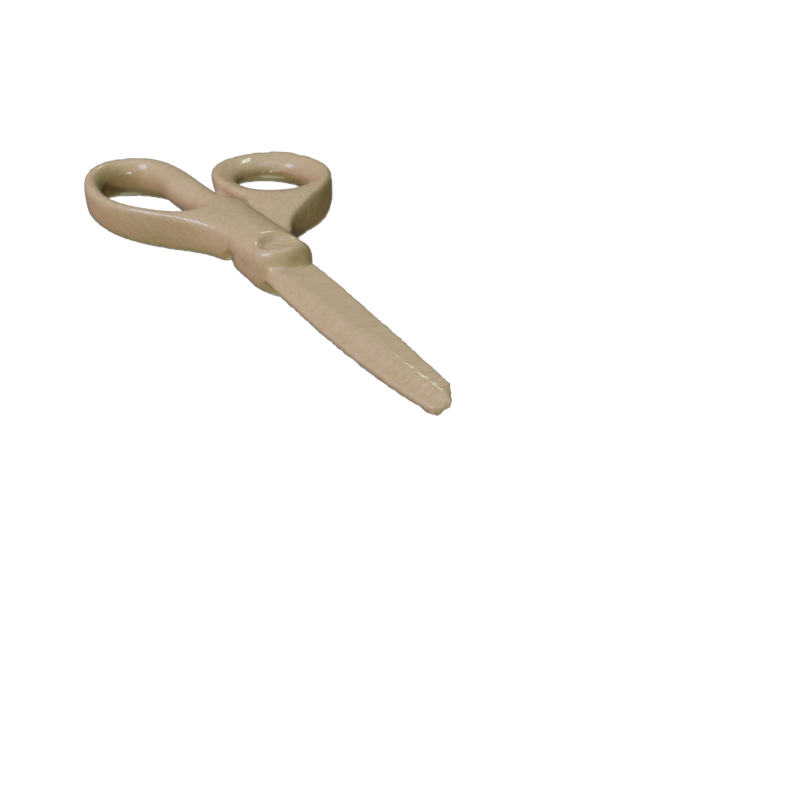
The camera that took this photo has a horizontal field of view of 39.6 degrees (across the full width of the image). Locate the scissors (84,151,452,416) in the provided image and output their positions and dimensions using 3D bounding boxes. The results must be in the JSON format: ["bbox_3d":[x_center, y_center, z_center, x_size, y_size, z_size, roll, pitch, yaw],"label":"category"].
[{"bbox_3d":[-0.027,-0.050,0.349,0.095,0.015,0.215,-22,35,-36],"label":"scissors"}]
